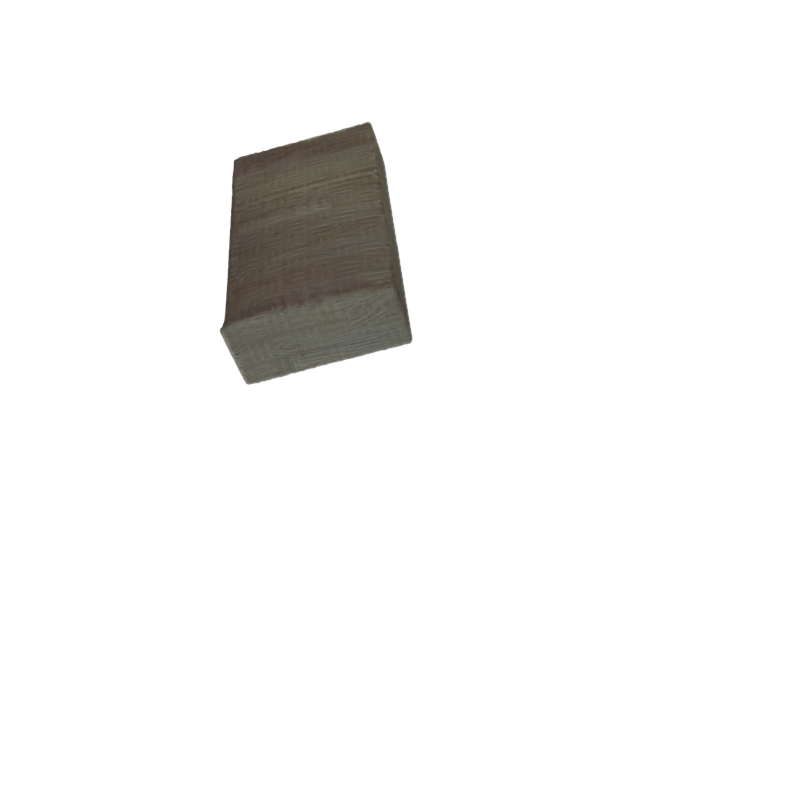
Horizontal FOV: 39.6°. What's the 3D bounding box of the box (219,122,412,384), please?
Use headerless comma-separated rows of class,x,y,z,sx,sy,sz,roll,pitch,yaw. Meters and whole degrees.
box,-0.049,-0.090,0.629,0.094,0.045,0.188,-14,36,7
